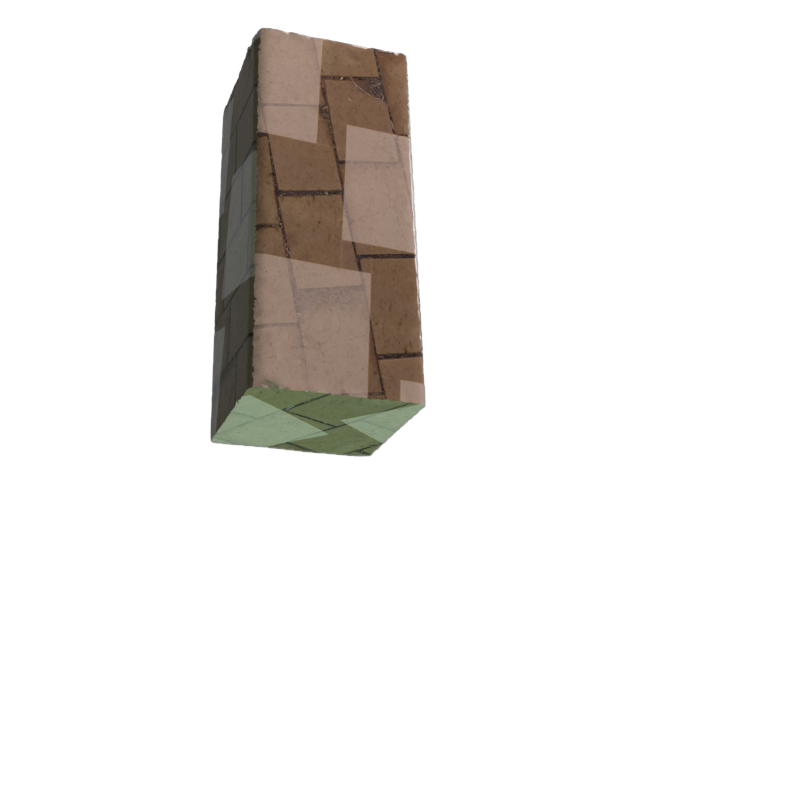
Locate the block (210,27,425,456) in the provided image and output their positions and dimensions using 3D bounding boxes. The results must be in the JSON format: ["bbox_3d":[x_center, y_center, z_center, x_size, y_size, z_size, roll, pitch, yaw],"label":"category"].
[{"bbox_3d":[-0.047,-0.085,0.598,0.088,0.218,0.088,7,-27,-17],"label":"block"}]
